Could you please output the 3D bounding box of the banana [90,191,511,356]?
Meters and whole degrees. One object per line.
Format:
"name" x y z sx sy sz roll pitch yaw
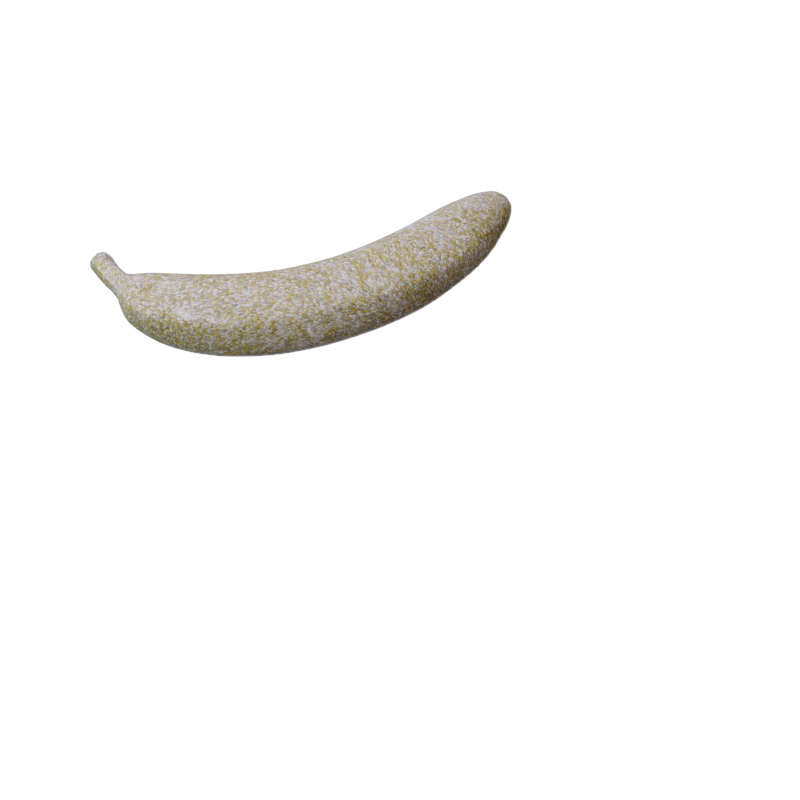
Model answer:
"banana" -0.040 -0.055 0.496 0.197 0.074 0.034 -8 -29 -5
